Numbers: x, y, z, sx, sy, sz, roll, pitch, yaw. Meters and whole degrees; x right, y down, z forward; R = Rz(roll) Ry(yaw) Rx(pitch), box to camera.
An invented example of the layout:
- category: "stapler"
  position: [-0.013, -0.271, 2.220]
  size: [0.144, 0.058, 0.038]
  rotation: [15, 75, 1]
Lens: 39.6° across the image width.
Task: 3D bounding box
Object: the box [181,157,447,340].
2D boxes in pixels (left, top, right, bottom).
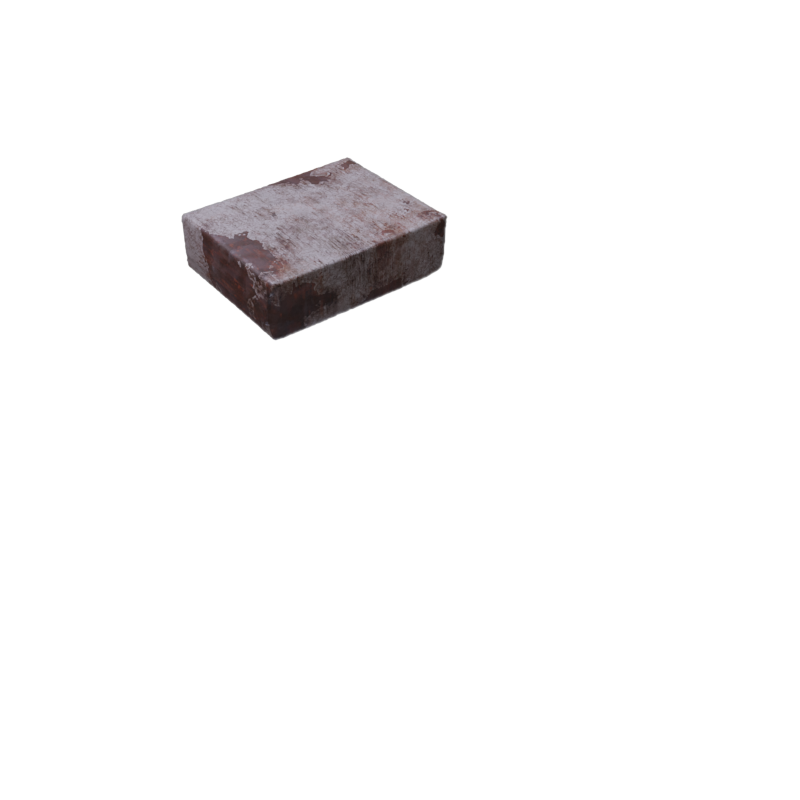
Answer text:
- category: "box"
  position: [-0.046, -0.084, 0.590]
  size: [0.112, 0.036, 0.097]
  rotation: [-23, 42, -29]
